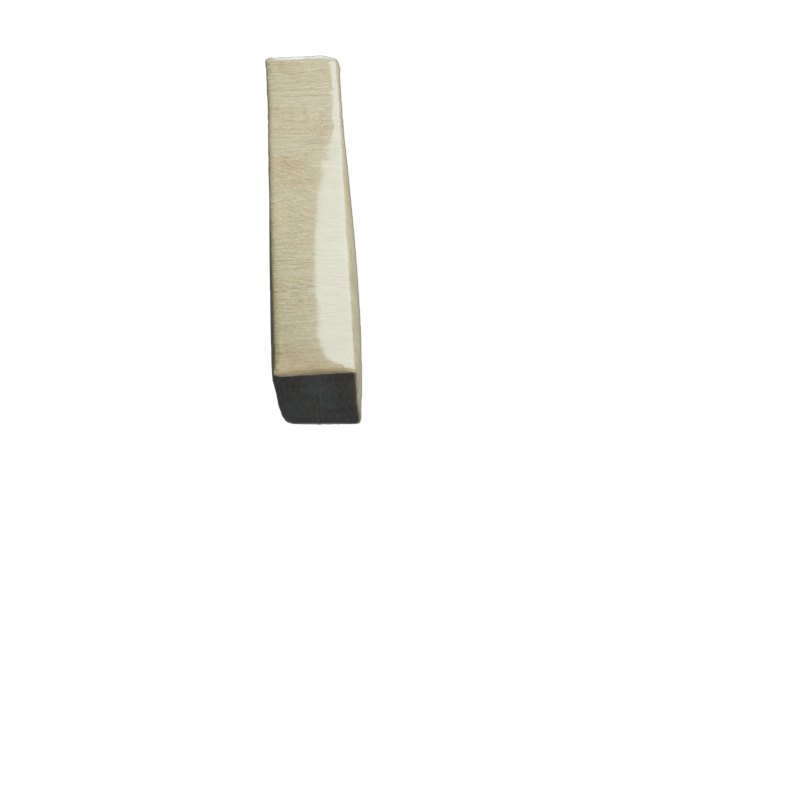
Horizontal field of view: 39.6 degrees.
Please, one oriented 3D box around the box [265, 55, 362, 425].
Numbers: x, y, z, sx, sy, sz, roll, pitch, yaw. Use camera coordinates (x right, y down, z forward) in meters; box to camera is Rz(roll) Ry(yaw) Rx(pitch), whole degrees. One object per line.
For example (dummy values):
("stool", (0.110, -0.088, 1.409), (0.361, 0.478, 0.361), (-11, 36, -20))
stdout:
("box", (-0.045, -0.083, 0.584), (0.048, 0.186, 0.089), (-1, -22, -1))
